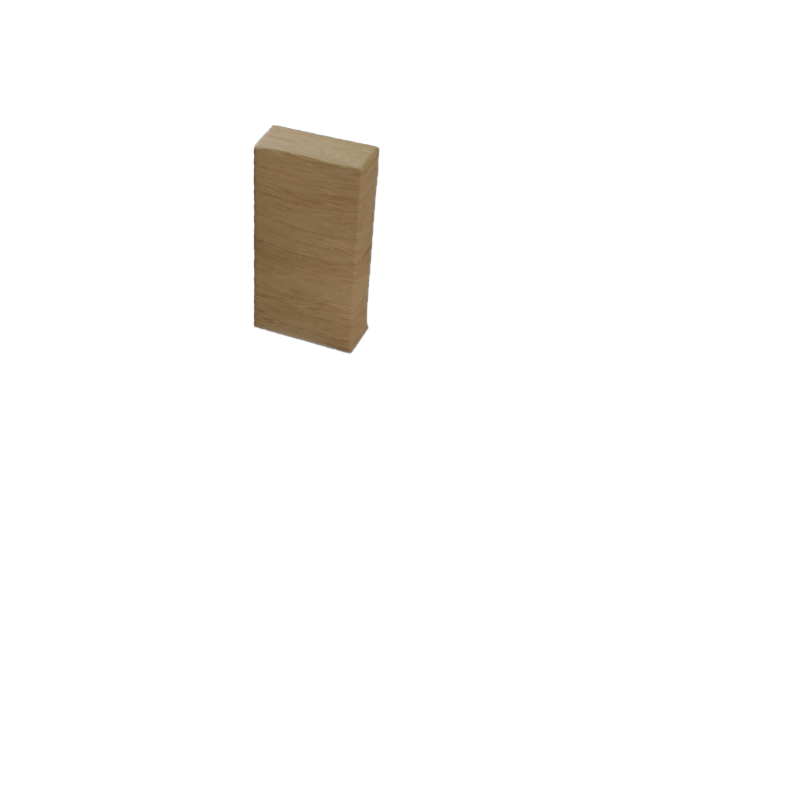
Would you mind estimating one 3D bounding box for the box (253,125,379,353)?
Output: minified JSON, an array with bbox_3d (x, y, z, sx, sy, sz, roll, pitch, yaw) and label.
[{"bbox_3d":[-0.070,-0.127,0.893,0.096,0.165,0.050,15,39,16],"label":"box"}]
